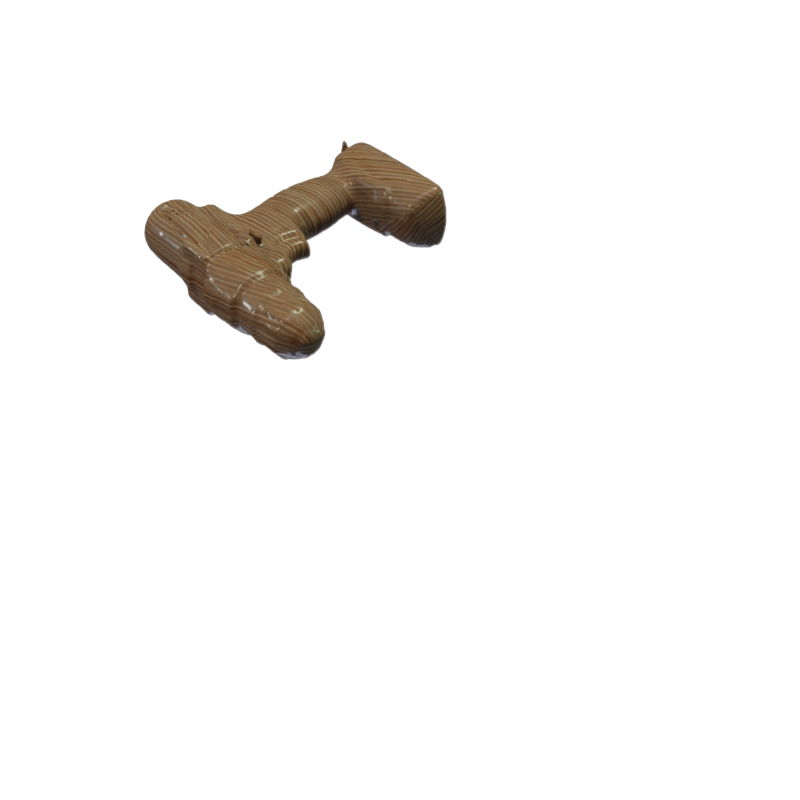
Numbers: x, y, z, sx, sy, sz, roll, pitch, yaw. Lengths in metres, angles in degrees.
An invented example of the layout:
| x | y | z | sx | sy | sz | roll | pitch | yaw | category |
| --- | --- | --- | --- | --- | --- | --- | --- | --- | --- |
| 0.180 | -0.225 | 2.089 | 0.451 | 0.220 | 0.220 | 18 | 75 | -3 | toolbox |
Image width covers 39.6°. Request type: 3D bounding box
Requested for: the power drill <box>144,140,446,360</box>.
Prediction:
| x | y | z | sx | sy | sz | roll | pitch | yaw | category |
| --- | --- | --- | --- | --- | --- | --- | --- | --- | --- |
| -0.061 | -0.110 | 0.773 | 0.186 | 0.054 | 0.198 | -26 | 45 | -29 | power drill |
